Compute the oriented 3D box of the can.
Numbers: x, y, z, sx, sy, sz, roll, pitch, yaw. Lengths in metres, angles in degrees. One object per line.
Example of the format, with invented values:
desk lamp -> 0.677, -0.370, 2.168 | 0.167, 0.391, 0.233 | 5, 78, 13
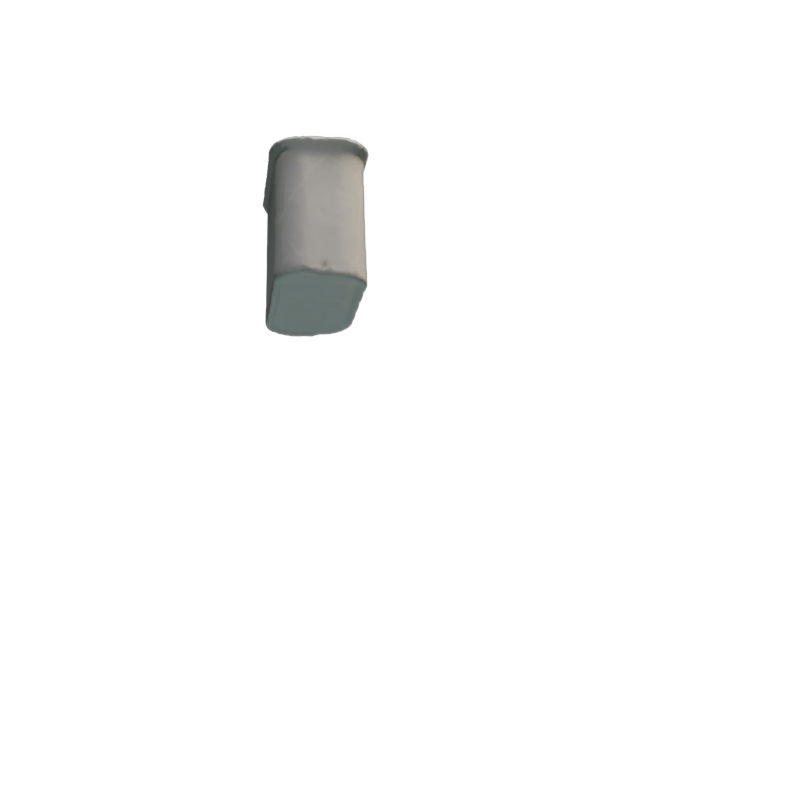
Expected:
can -> -0.051, -0.092, 0.647 | 0.057, 0.088, 0.098 | 2, -21, -9
